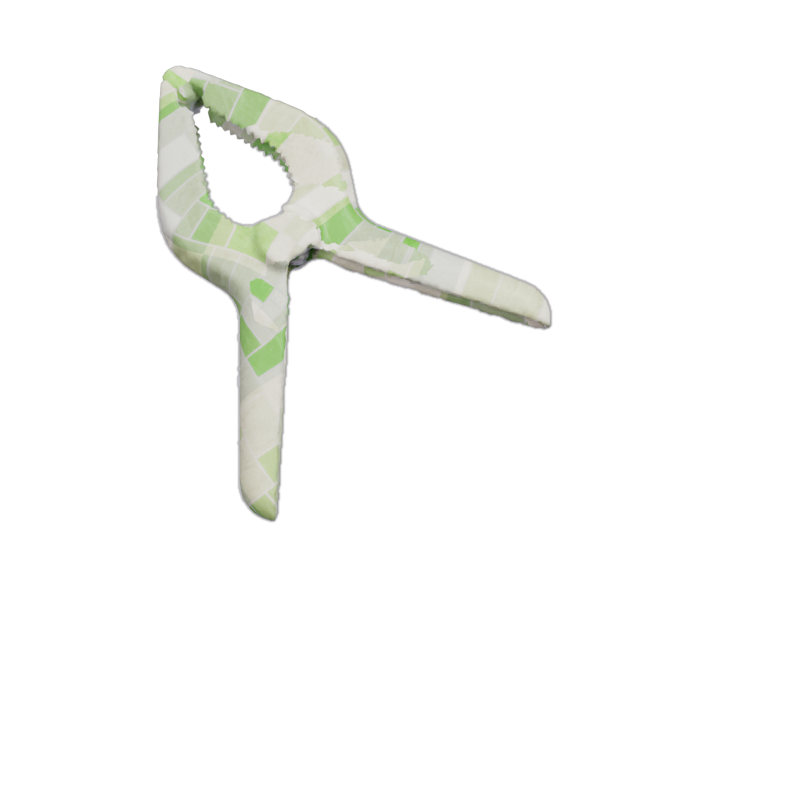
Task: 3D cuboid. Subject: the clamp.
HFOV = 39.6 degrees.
[{"bbox_3d":[-0.041,-0.074,0.522,0.164,0.217,0.035,-27,-12,-6],"label":"clamp"}]
